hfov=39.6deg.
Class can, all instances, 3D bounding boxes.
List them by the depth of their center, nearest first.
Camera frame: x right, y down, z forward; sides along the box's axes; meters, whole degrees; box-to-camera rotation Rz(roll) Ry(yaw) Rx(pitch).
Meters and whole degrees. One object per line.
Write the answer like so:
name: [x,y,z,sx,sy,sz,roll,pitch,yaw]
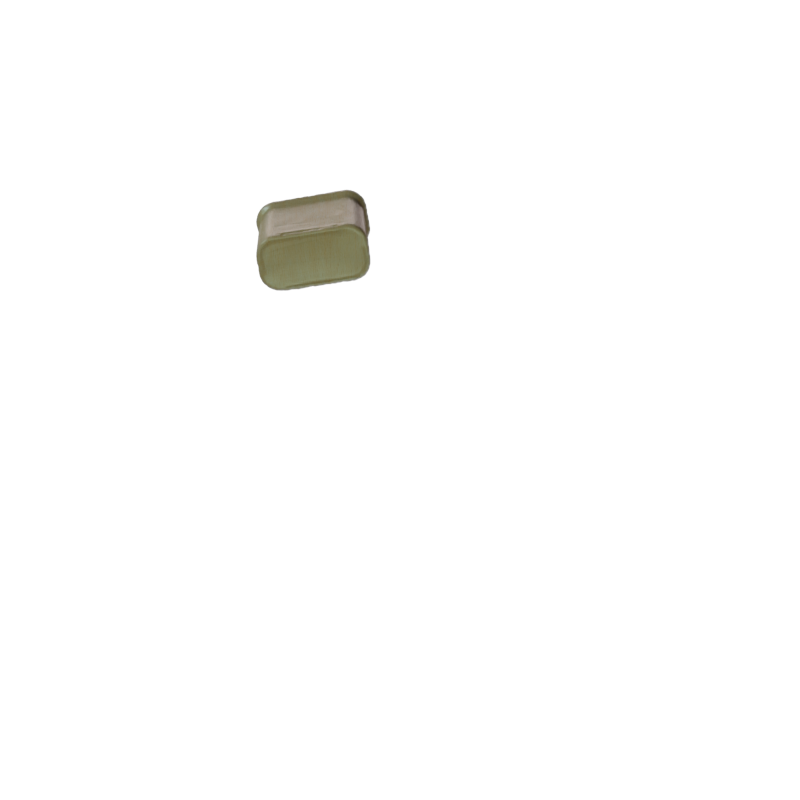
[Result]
can: [-0.077,-0.140,0.980,0.102,0.054,0.089,-9,27,2]
